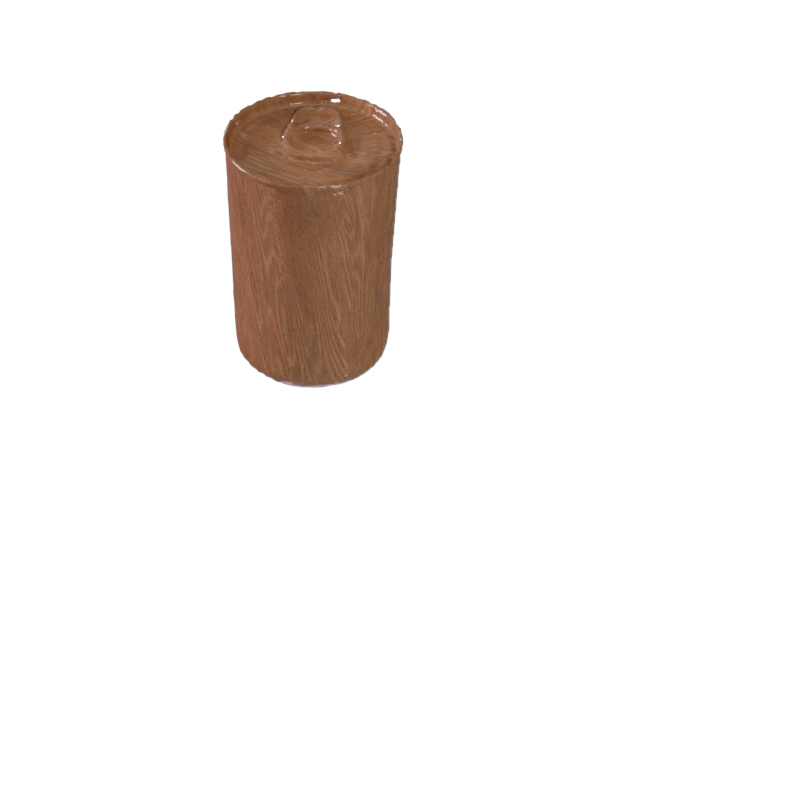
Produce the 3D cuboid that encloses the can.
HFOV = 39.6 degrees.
[{"bbox_3d":[-0.035,-0.064,0.447,0.068,0.095,0.073,0,42,-3],"label":"can"}]
